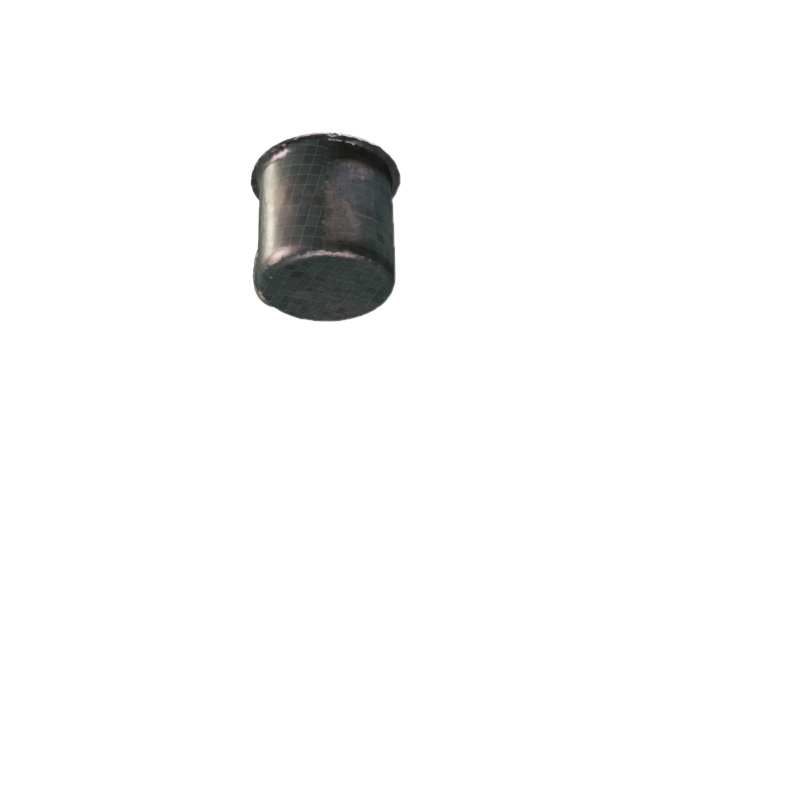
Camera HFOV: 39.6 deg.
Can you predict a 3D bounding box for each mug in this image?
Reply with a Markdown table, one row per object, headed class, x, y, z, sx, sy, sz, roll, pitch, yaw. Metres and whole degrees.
| class | x | y | z | sx | sy | sz | roll | pitch | yaw |
| --- | --- | --- | --- | --- | --- | --- | --- | --- | --- |
| mug | -0.053 | -0.096 | 0.676 | 0.088 | 0.087 | 0.117 | 24 | -38 | -36 |
